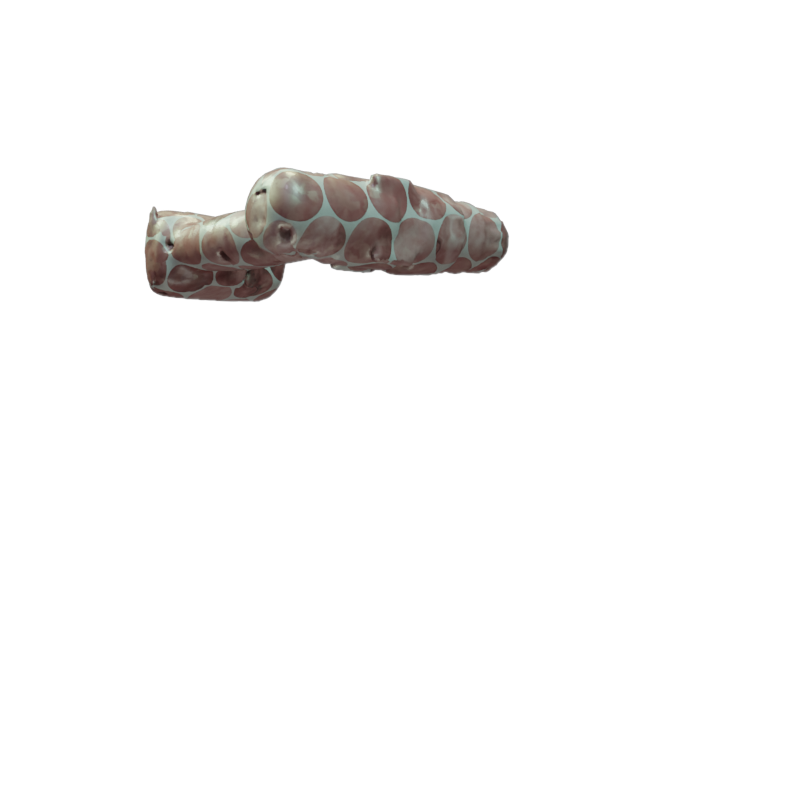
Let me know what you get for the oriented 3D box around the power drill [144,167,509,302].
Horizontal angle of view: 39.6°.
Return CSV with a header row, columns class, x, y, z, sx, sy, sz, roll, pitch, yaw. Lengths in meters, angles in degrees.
class,x,y,z,sx,sy,sz,roll,pitch,yaw
power drill,-0.053,-0.097,0.676,0.176,0.059,0.193,4,-6,-42
